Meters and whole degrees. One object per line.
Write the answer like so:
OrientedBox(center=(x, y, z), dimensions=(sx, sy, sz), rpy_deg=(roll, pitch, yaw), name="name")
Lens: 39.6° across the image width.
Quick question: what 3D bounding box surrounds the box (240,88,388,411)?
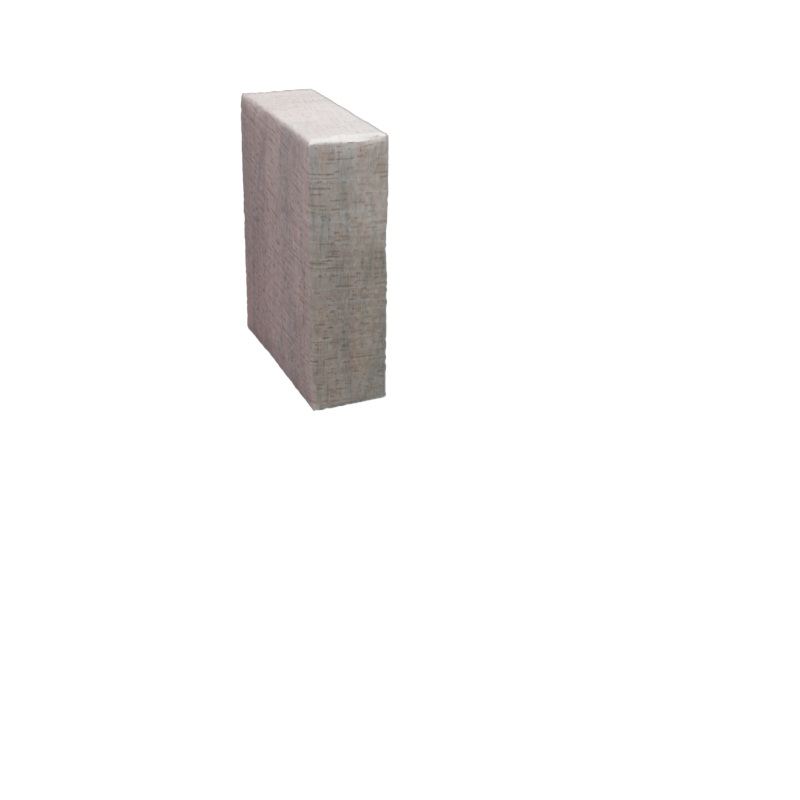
OrientedBox(center=(-0.069, -0.126, 0.881), dimensions=(0.070, 0.203, 0.176), rpy_deg=(-8, 26, -22), name="box")
